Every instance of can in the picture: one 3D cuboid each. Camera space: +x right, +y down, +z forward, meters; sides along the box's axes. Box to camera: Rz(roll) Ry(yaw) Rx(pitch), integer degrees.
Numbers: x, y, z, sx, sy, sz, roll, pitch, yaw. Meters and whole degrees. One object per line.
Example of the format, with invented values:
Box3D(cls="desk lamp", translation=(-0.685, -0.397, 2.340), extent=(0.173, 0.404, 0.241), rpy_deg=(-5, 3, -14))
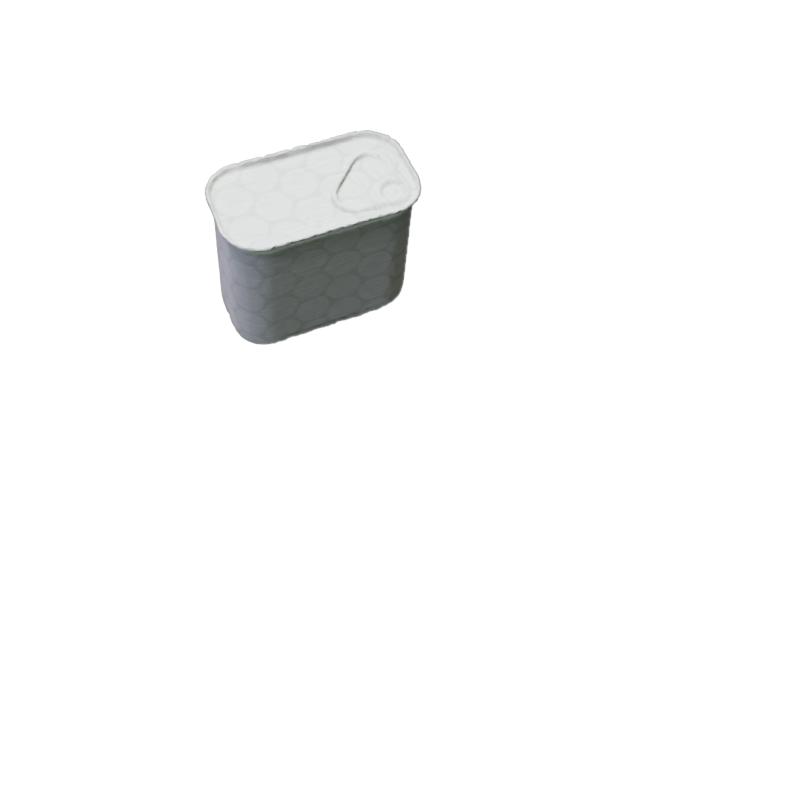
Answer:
Box3D(cls="can", translation=(-0.044, -0.081, 0.566), extent=(0.101, 0.062, 0.078), rpy_deg=(-18, -33, -14))
